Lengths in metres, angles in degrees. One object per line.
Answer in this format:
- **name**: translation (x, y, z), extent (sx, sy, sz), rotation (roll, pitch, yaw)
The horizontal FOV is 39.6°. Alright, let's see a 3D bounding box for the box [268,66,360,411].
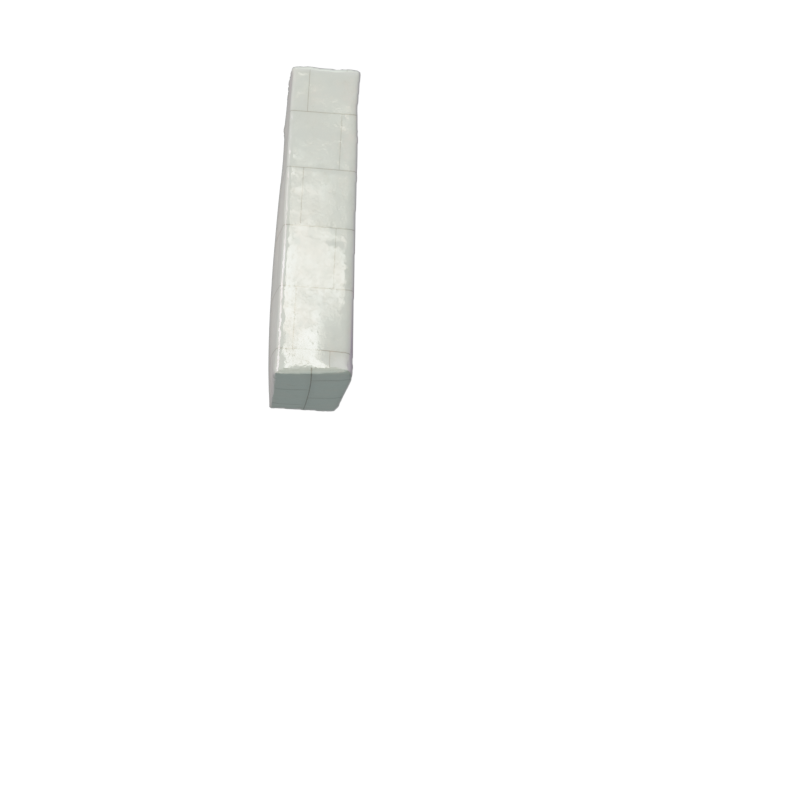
- **box**: translation (-0.050, -0.090, 0.629), extent (0.048, 0.184, 0.090), rotation (1, -18, -8)
